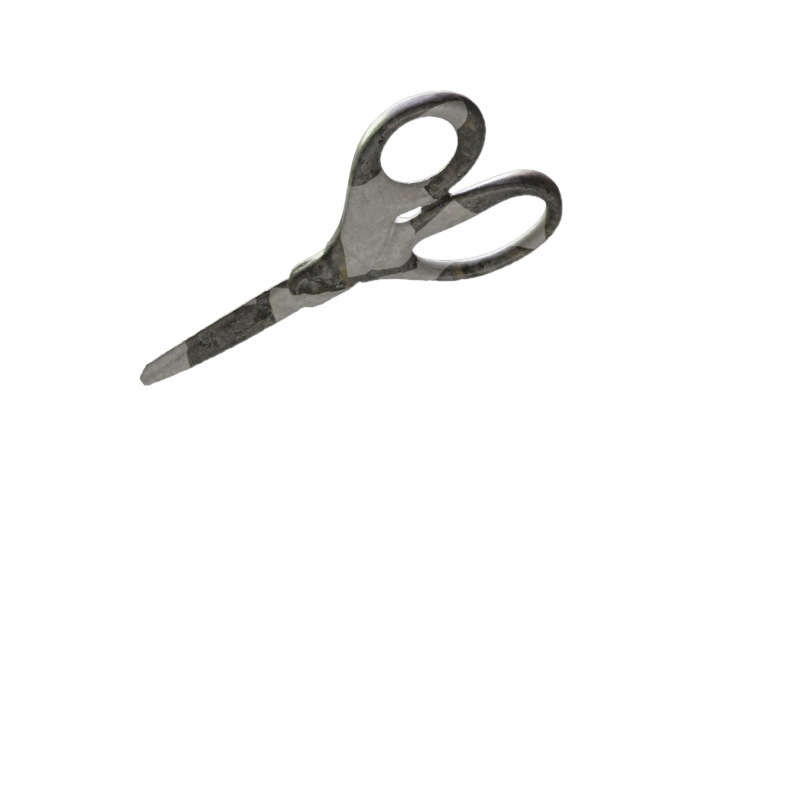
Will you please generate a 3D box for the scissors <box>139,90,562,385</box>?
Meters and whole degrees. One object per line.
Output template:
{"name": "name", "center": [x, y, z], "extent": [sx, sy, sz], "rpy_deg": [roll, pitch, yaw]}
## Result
{"name": "scissors", "center": [-0.036, -0.065, 0.457], "extent": [0.203, 0.089, 0.017], "rpy_deg": [-15, 37, 12]}
